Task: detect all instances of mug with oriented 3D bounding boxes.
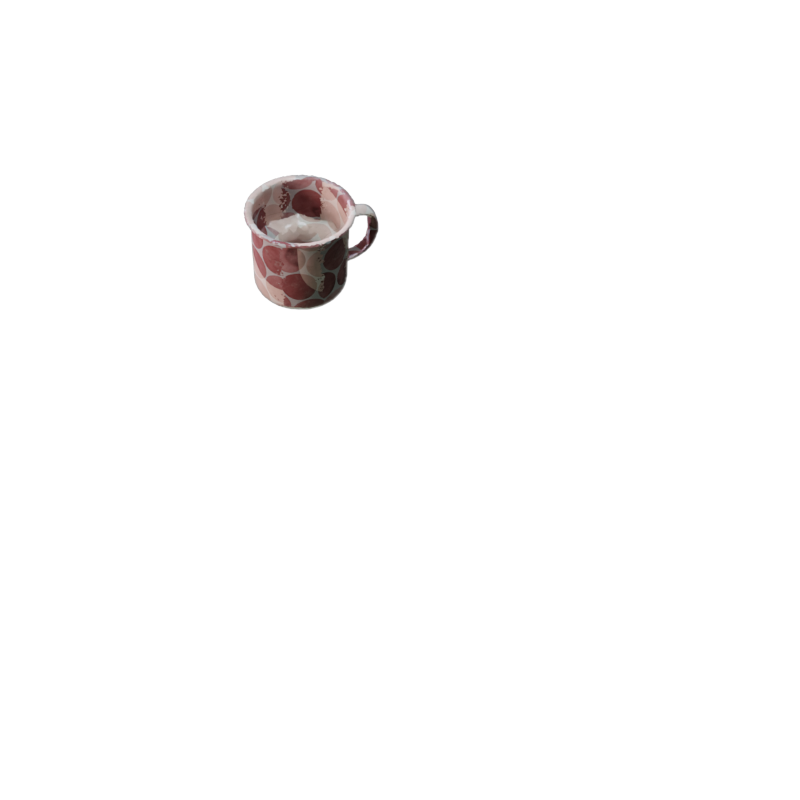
[{"bbox_3d":[-0.074,-0.135,0.947,0.116,0.076,0.101,-18,49,-17],"label":"mug"}]
